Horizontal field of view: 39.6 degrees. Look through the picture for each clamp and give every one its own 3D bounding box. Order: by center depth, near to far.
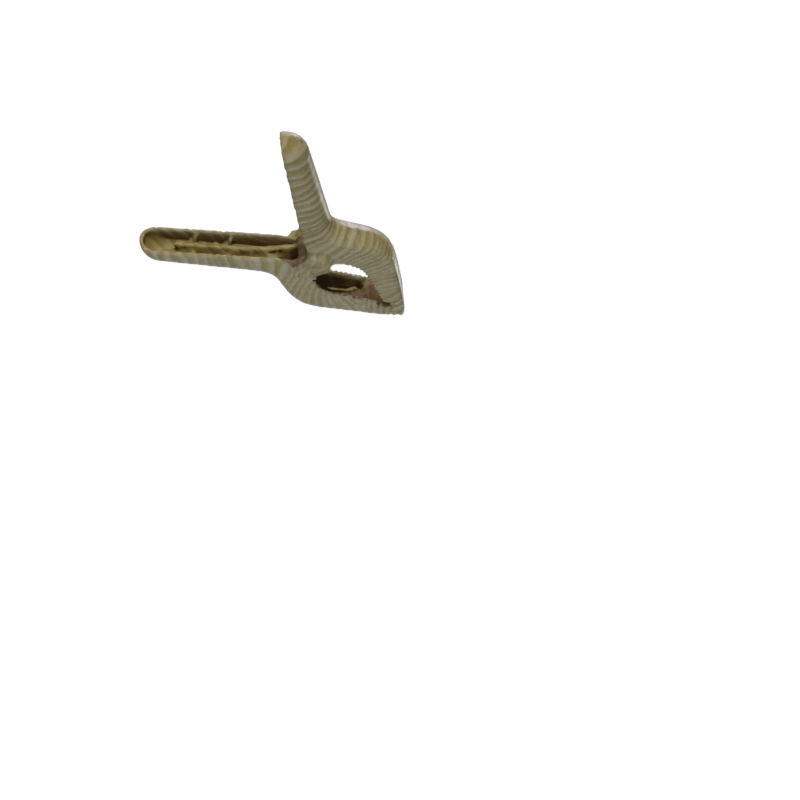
[{"bbox_3d":[-0.065,-0.118,0.824,0.198,0.039,0.163,22,-37,-33],"label":"clamp"}]
